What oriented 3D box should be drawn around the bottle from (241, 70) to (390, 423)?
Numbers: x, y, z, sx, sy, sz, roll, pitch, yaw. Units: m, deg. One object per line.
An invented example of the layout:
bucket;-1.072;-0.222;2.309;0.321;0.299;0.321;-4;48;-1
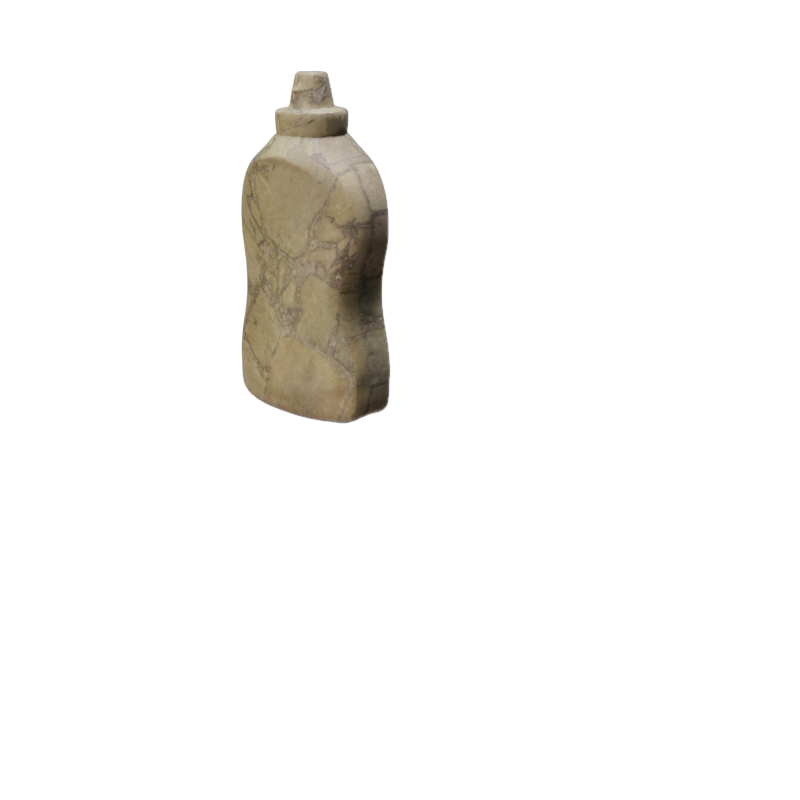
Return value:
bottle;-0.050;-0.090;0.630;0.057;0.186;0.101;-12;19;-43
